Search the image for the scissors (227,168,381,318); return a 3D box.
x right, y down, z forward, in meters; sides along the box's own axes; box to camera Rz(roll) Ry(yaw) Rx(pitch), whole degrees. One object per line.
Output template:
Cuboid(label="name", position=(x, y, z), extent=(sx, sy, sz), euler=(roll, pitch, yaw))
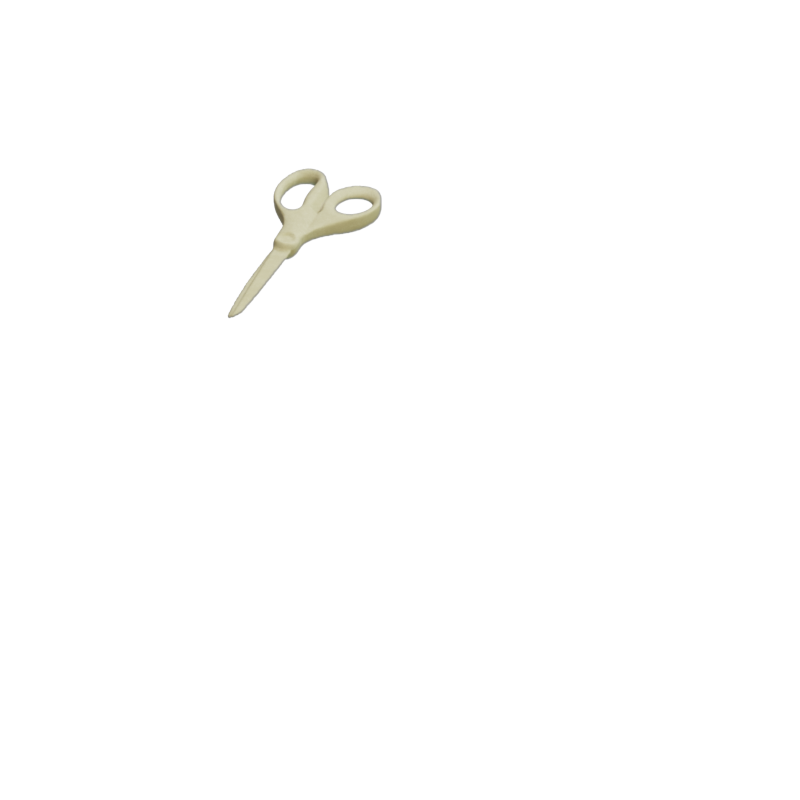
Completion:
Cuboid(label="scissors", position=(-0.066, -0.120, 0.839), extent=(0.097, 0.015, 0.215), euler=(2, 39, 3))
